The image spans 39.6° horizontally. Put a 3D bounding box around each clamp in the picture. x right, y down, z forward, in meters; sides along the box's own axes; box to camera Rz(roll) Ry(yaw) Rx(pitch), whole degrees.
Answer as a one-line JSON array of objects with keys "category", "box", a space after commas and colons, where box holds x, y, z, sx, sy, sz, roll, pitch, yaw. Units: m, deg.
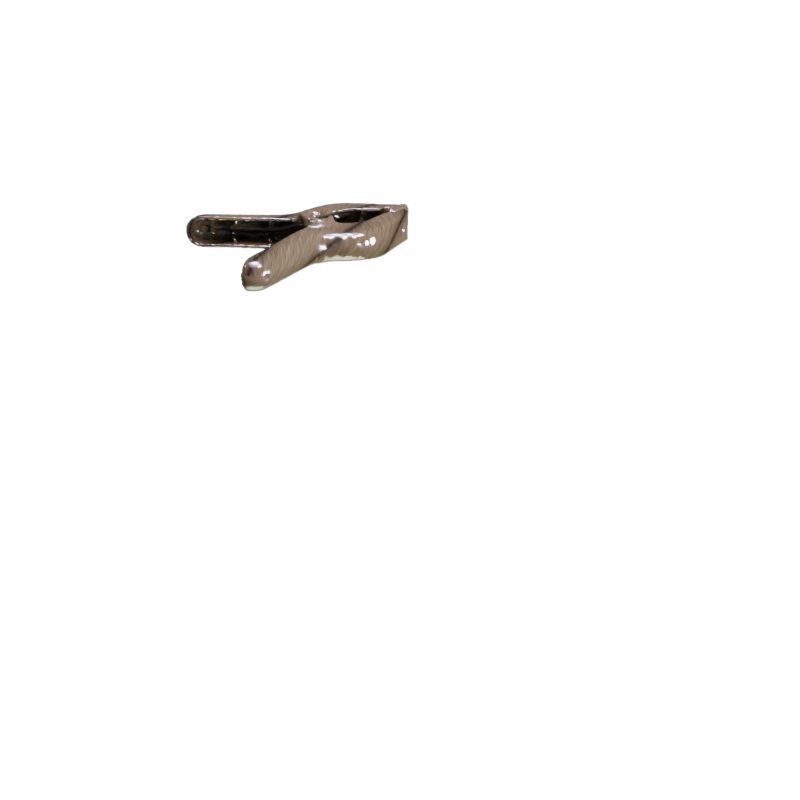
[{"category": "clamp", "box": [-0.065, -0.118, 0.828, 0.169, 0.037, 0.129, -11, 34, -17]}]
